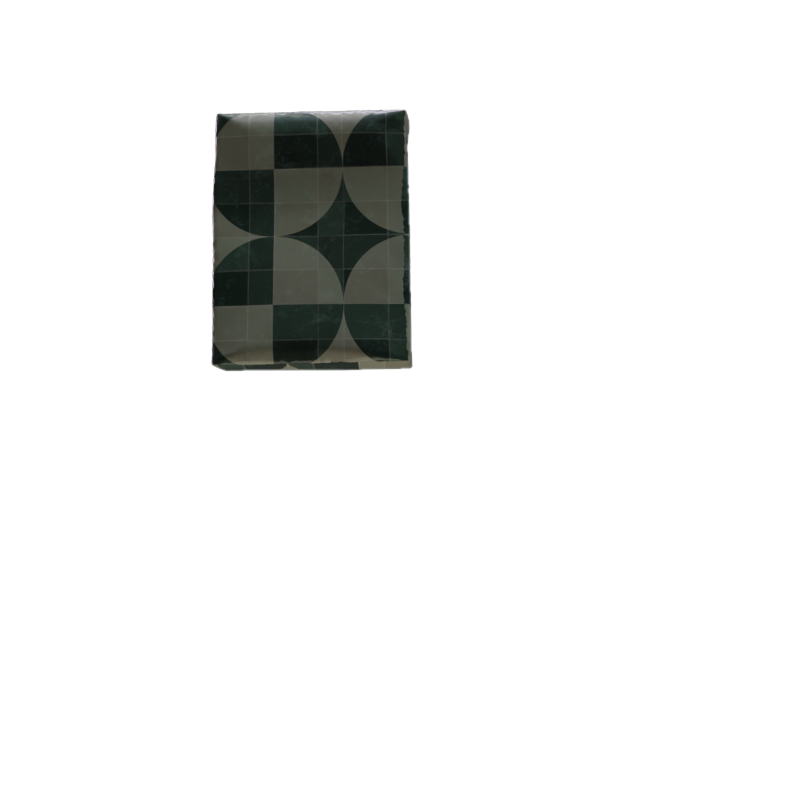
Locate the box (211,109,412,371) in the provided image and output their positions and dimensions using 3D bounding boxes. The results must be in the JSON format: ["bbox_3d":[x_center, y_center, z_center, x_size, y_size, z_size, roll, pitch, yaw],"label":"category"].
[{"bbox_3d":[-0.073,-0.133,0.930,0.165,0.219,0.070,-1,-9,4],"label":"box"}]
